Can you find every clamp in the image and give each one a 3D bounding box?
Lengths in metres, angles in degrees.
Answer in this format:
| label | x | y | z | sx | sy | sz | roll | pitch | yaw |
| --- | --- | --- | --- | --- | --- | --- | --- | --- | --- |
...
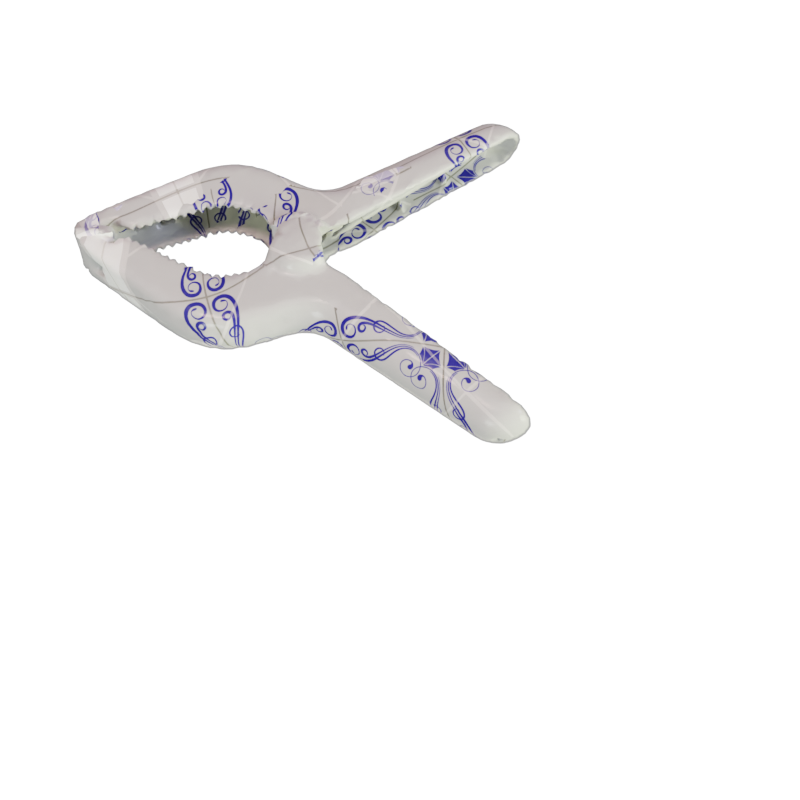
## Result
| label | x | y | z | sx | sy | sz | roll | pitch | yaw |
| --- | --- | --- | --- | --- | --- | --- | --- | --- | --- |
| clamp | -0.040 | -0.072 | 0.507 | 0.212 | 0.174 | 0.034 | 9 | -33 | 6 |
